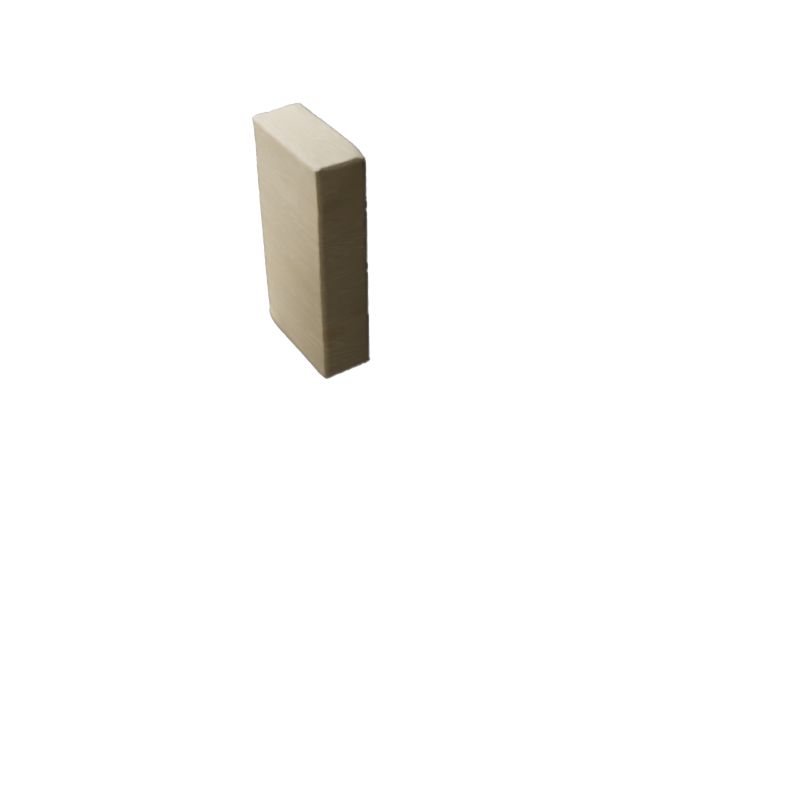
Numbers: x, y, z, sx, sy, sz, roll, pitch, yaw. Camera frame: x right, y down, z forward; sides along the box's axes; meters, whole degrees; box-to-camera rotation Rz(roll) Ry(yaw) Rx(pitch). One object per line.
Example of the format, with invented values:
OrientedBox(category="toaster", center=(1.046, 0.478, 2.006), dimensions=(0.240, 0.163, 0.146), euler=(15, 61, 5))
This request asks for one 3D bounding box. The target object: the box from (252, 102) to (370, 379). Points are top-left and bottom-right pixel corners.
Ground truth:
OrientedBox(category="box", center=(-0.061, -0.113, 0.789), dimensions=(0.047, 0.165, 0.101), euler=(-18, 42, -26))
